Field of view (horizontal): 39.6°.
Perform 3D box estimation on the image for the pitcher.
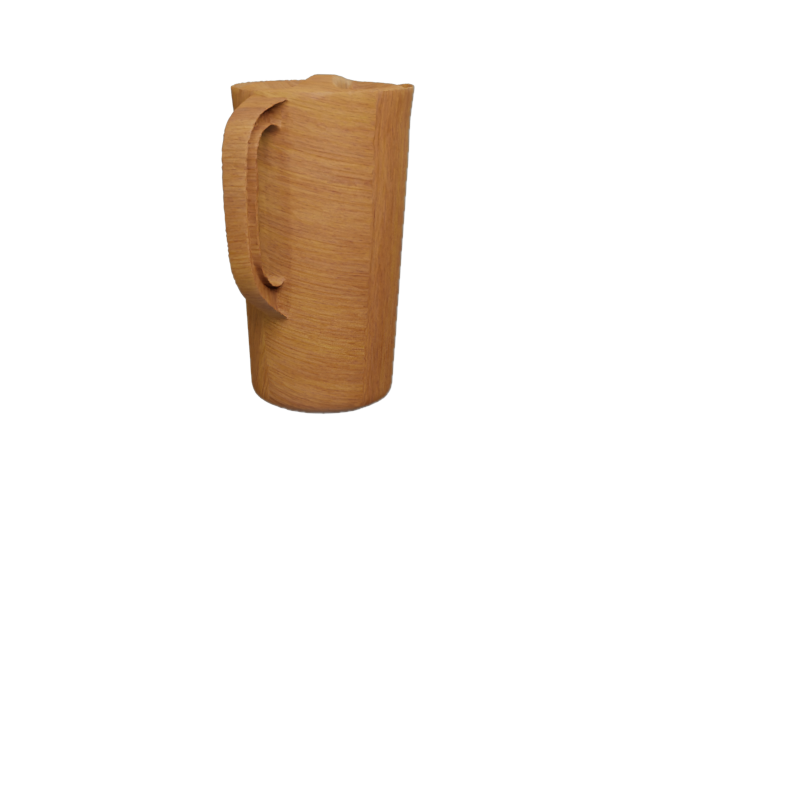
[{"bbox_3d":[-0.064,-0.117,0.818,0.147,0.236,0.152,-3,14,-14],"label":"pitcher"}]
